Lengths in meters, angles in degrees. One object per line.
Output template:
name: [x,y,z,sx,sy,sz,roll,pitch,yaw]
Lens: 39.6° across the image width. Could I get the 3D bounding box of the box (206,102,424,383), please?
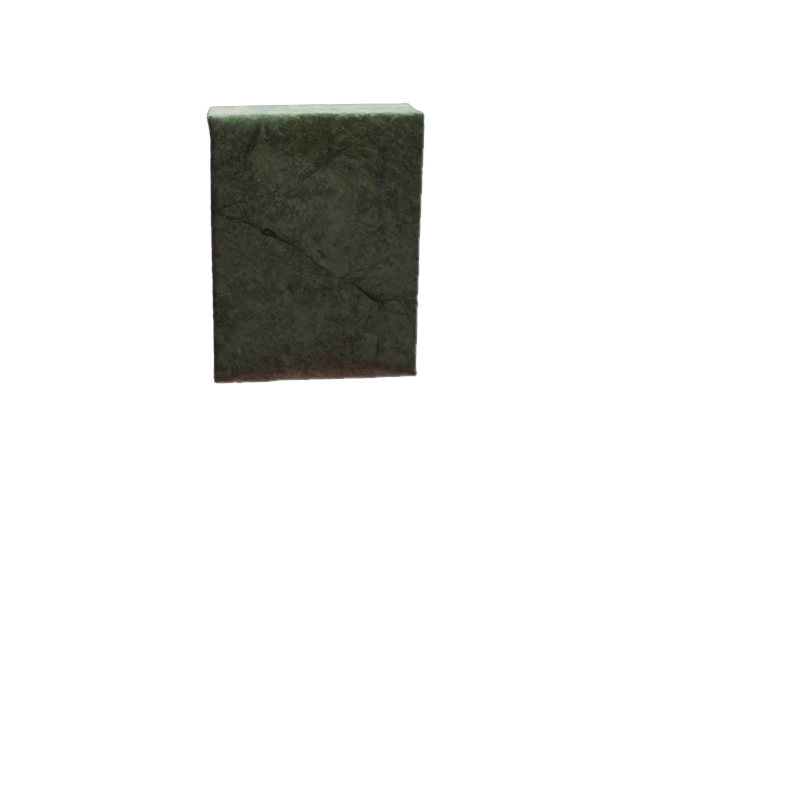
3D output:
box: [-0.069,-0.125,0.878,0.163,0.206,0.075,-1,15,-7]
